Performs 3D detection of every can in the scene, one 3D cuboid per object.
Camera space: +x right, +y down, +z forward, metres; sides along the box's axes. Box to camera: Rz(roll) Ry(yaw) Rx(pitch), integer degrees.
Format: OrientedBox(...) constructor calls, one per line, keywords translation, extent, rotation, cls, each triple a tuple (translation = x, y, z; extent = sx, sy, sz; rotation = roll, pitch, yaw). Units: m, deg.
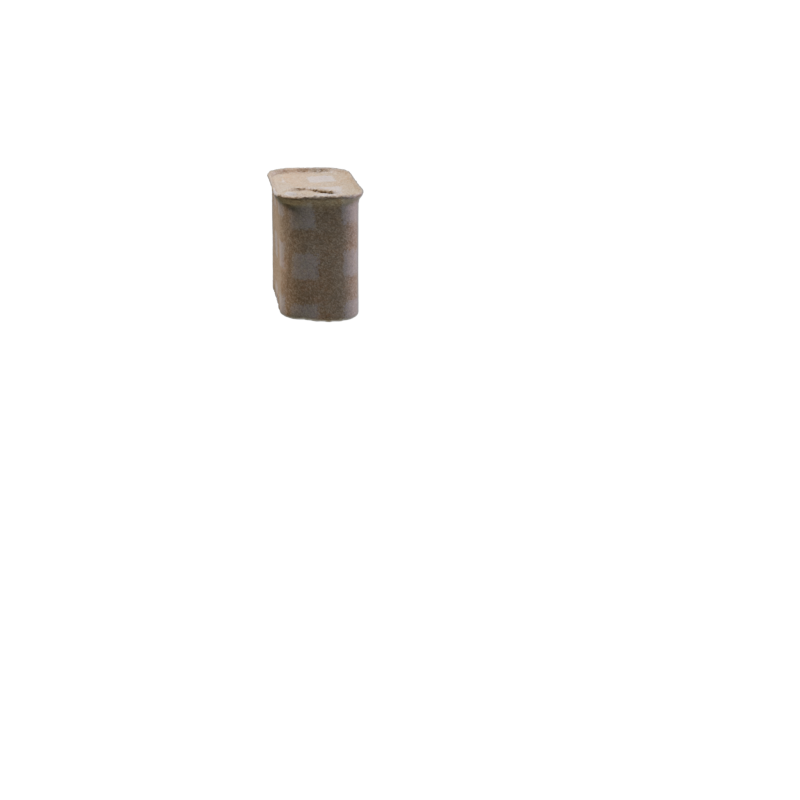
OrientedBox(translation=(-0.058, -0.106, 0.742), extent=(0.057, 0.081, 0.107), rotation=(-2, 18, -9), cls="can")
